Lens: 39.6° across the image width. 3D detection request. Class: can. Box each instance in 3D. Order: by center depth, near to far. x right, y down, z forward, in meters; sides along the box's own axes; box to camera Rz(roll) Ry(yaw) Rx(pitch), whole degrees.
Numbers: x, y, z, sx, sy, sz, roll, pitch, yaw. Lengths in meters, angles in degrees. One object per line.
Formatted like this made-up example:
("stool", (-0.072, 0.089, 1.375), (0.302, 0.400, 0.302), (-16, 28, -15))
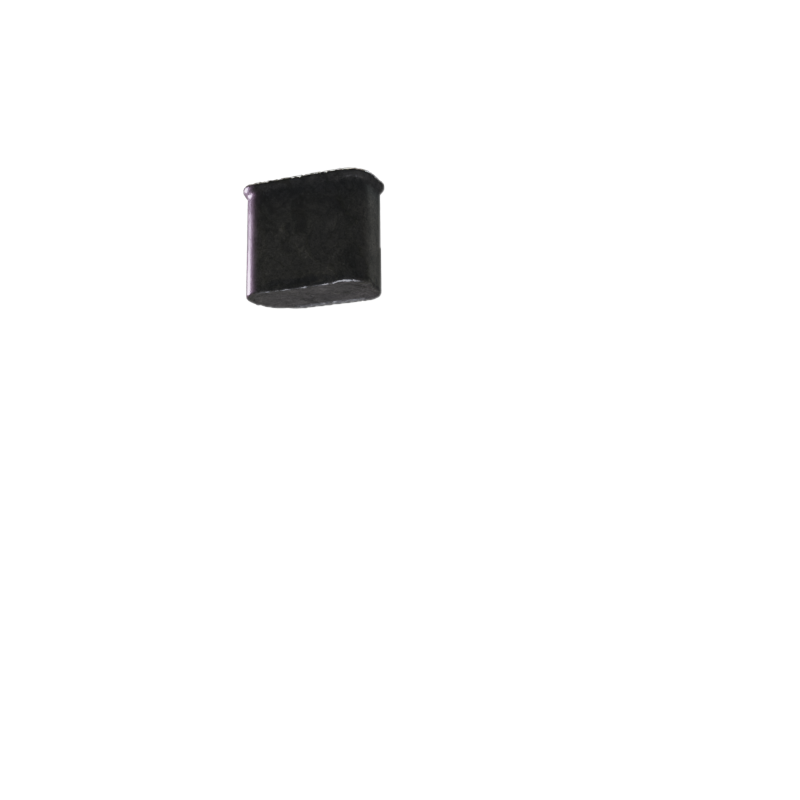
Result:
("can", (-0.063, -0.114, 0.802), (0.104, 0.087, 0.054), (-6, -17, 22))
